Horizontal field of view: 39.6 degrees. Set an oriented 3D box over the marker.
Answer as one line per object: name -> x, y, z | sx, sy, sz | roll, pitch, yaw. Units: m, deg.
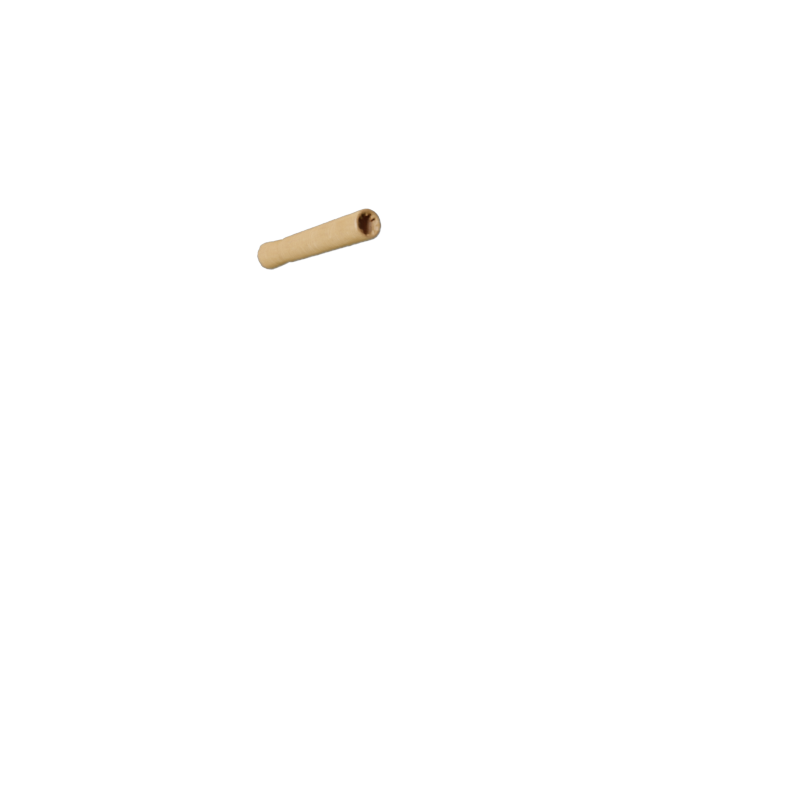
marker -> -0.054, -0.099, 0.693 | 0.019, 0.020, 0.124 | -3, -2, -36
